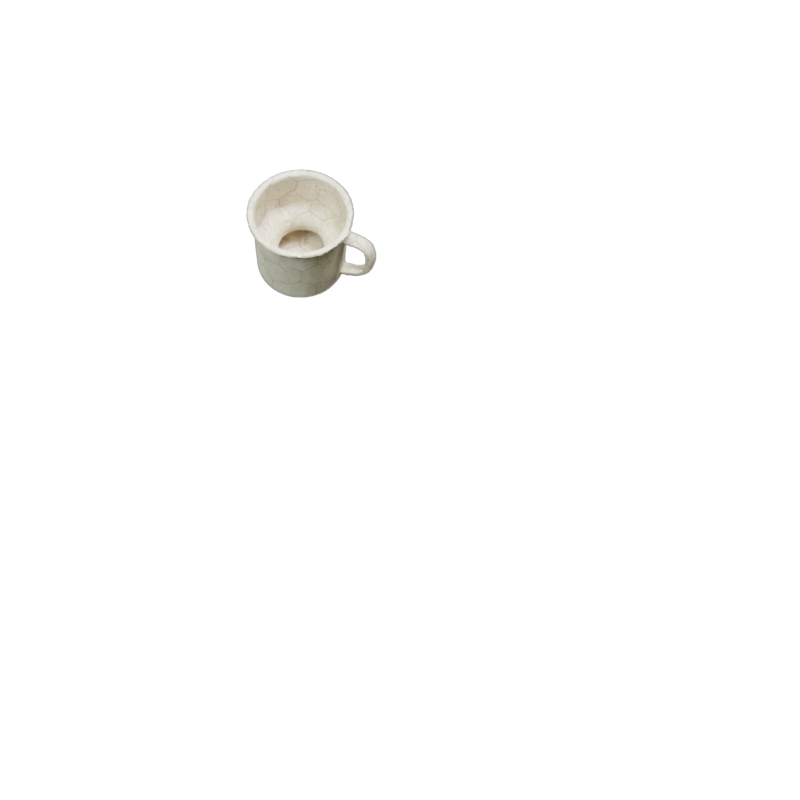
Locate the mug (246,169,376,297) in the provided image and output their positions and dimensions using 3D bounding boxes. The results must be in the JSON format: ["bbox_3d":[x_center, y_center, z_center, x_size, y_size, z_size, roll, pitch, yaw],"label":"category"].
[{"bbox_3d":[-0.077,-0.141,0.986,0.119,0.097,0.076,17,-29,8],"label":"mug"}]
